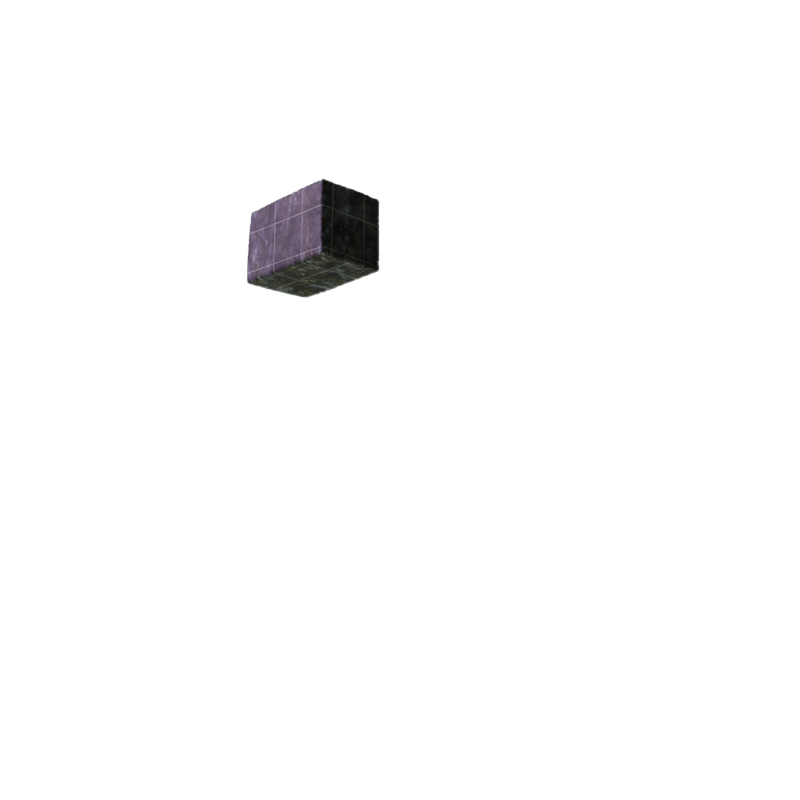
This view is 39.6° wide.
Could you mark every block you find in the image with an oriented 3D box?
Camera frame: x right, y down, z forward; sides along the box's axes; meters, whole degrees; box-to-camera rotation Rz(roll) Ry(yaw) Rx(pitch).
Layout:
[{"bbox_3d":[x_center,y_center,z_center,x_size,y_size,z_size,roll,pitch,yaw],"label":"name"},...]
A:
[{"bbox_3d":[-0.058,-0.105,0.738,0.050,0.054,0.079,16,-23,-42],"label":"block"}]
